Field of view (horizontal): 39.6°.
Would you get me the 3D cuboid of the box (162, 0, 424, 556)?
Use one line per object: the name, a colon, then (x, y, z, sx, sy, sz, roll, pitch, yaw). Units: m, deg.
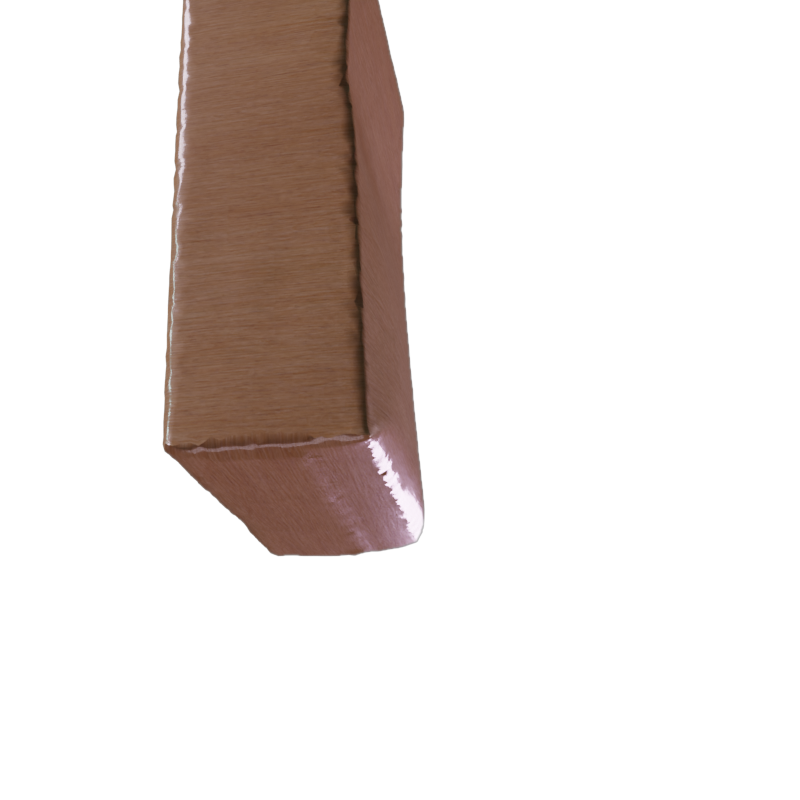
box: (-0.034, -0.062, 0.435, 0.072, 0.226, 0.154, -5, -24, 6)
